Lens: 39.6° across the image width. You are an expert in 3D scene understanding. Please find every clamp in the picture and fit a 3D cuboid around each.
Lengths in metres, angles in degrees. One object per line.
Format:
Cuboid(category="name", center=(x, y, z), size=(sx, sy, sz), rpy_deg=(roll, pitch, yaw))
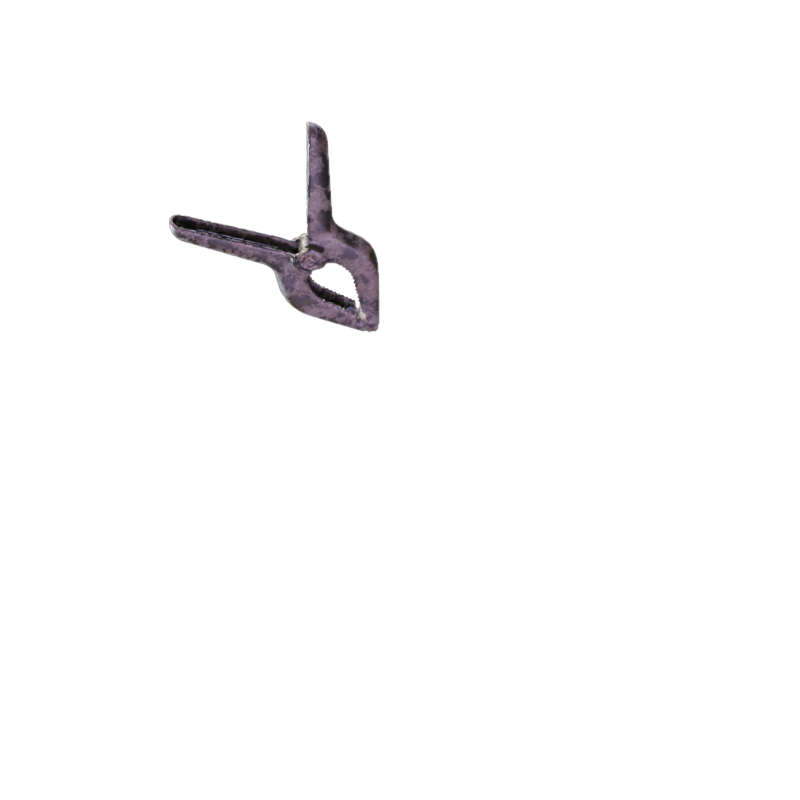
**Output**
Cuboid(category="clamp", center=(-0.077, -0.141, 0.988), size=(0.163, 0.198, 0.039), rpy_deg=(-37, 28, 23))
